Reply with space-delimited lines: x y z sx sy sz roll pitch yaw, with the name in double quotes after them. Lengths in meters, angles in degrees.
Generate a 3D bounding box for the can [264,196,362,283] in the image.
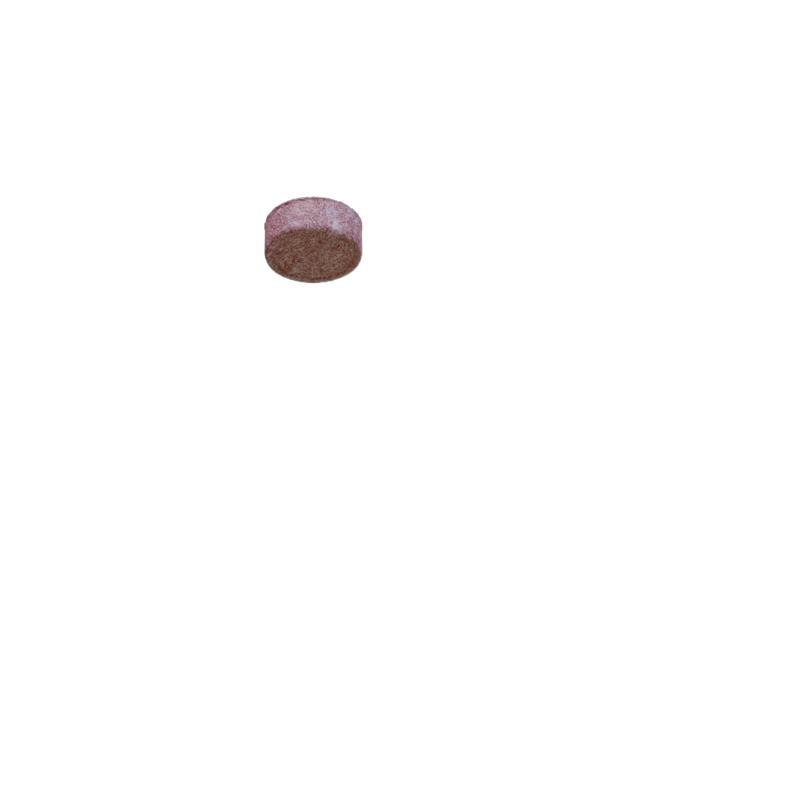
-0.075 -0.137 0.958 0.086 0.036 0.081 1 -30 -2 "can"
